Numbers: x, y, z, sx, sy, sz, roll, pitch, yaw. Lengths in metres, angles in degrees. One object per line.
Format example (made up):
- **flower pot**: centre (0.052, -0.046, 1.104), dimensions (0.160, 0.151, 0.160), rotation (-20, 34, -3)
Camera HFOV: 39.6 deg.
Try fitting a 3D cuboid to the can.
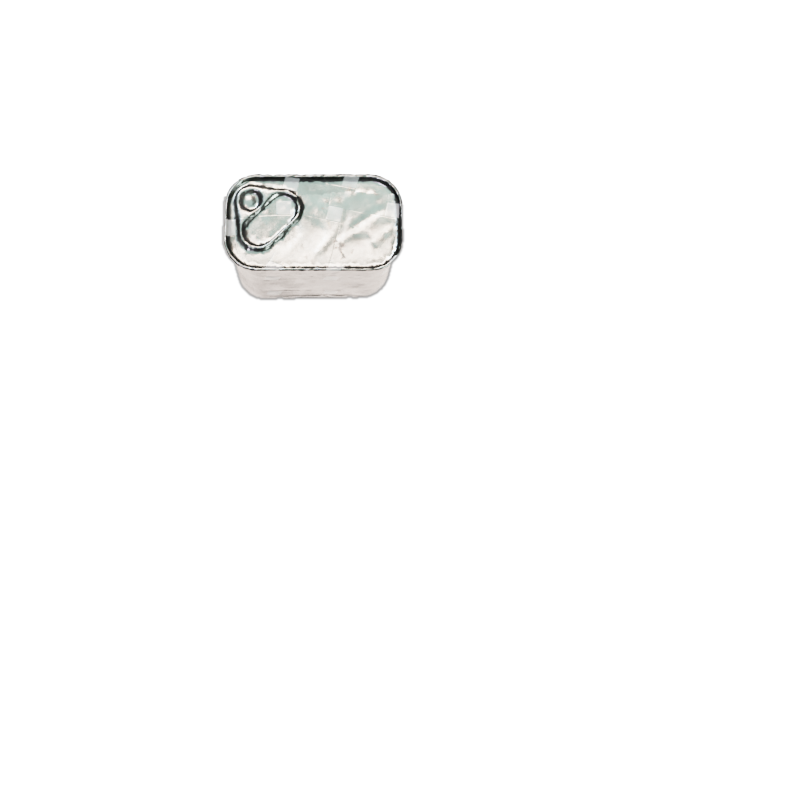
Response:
- **can**: centre (-0.052, -0.095, 0.668), dimensions (0.102, 0.059, 0.081), rotation (0, -11, -2)
